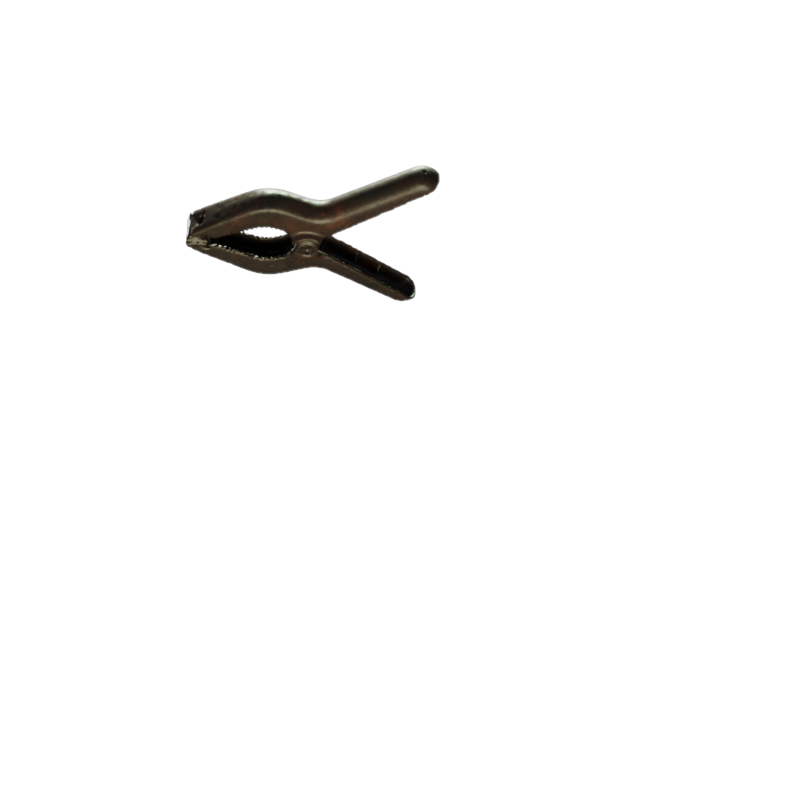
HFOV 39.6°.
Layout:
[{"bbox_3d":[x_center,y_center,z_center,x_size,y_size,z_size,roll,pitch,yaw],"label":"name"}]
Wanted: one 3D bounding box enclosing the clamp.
[{"bbox_3d":[-0.074,-0.134,0.939,0.210,0.039,0.153,-1,-35,2],"label":"clamp"}]
